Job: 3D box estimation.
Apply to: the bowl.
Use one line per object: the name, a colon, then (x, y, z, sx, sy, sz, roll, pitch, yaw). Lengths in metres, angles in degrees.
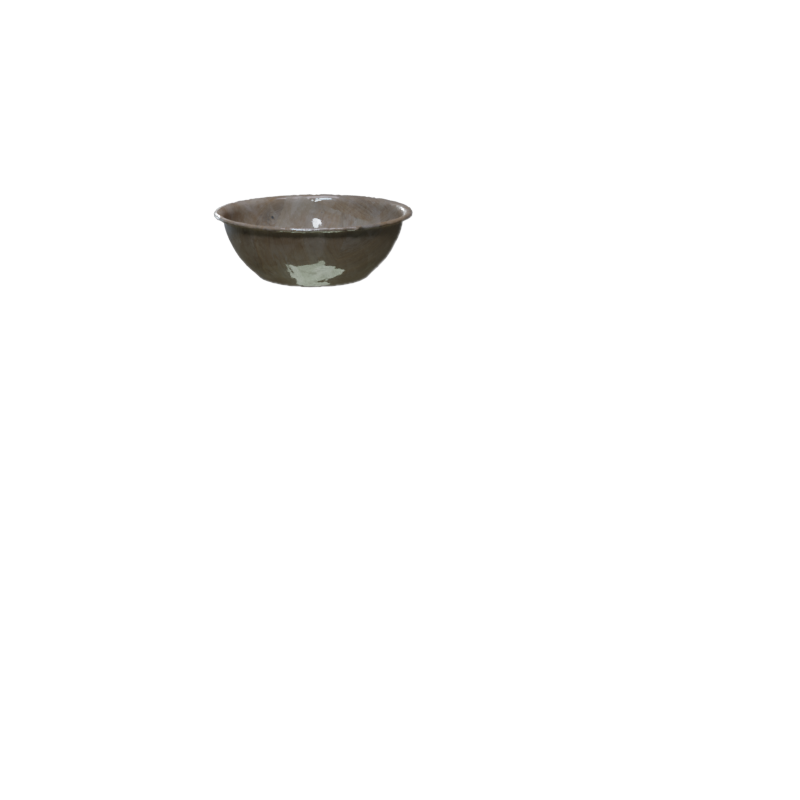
bowl: (-0.071, -0.129, 0.905, 0.162, 0.053, 0.168, -1, 19, -2)
